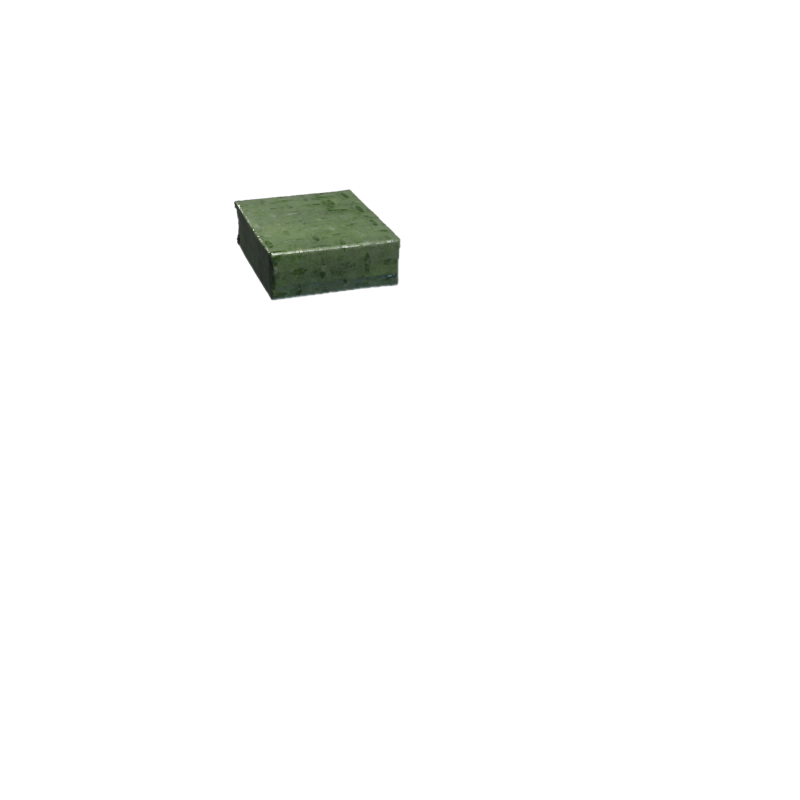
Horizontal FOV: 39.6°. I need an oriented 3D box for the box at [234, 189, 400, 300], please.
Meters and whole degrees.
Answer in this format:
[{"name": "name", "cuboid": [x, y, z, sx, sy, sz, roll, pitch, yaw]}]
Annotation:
[{"name": "box", "cuboid": [-0.060, -0.110, 0.771, 0.088, 0.037, 0.121, -8, 26, -17]}]
